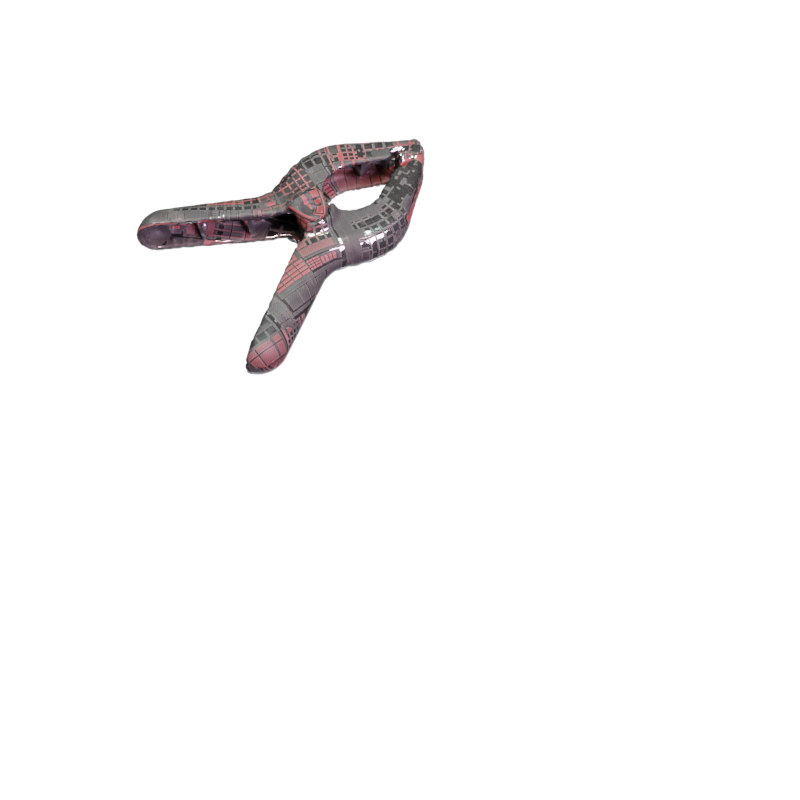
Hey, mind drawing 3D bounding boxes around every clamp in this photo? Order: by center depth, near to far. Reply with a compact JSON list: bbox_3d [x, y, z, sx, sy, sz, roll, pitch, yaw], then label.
[{"bbox_3d":[-0.049,-0.089,0.624,0.171,0.128,0.037,-27,-24,-14],"label":"clamp"}]
